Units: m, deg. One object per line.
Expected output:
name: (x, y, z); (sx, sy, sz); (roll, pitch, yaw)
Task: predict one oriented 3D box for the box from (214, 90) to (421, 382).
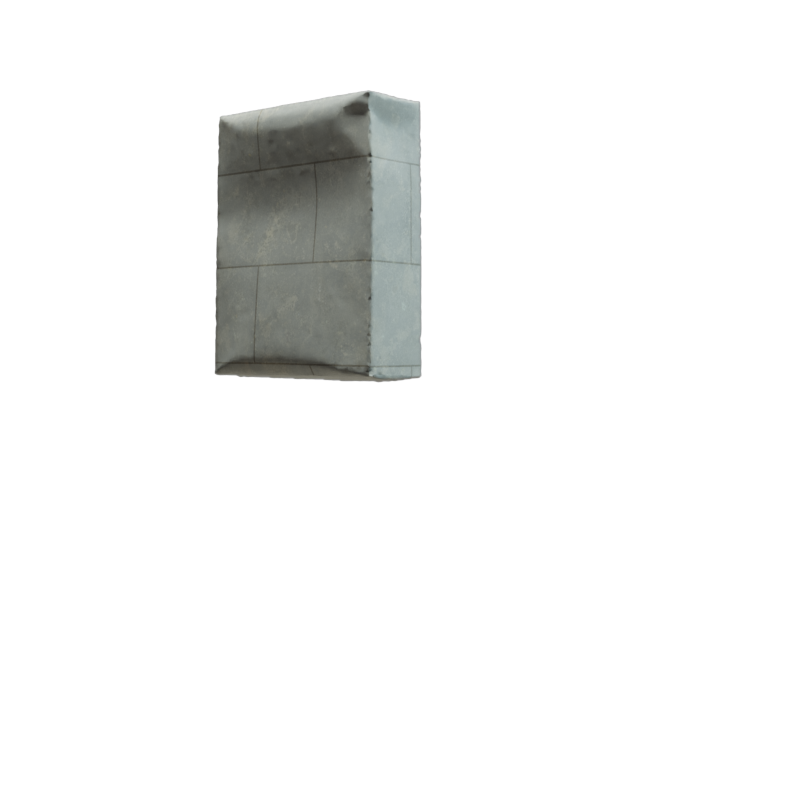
box: (-0.068, -0.124, 0.868); (0.170, 0.216, 0.069); (-1, -3, 39)
